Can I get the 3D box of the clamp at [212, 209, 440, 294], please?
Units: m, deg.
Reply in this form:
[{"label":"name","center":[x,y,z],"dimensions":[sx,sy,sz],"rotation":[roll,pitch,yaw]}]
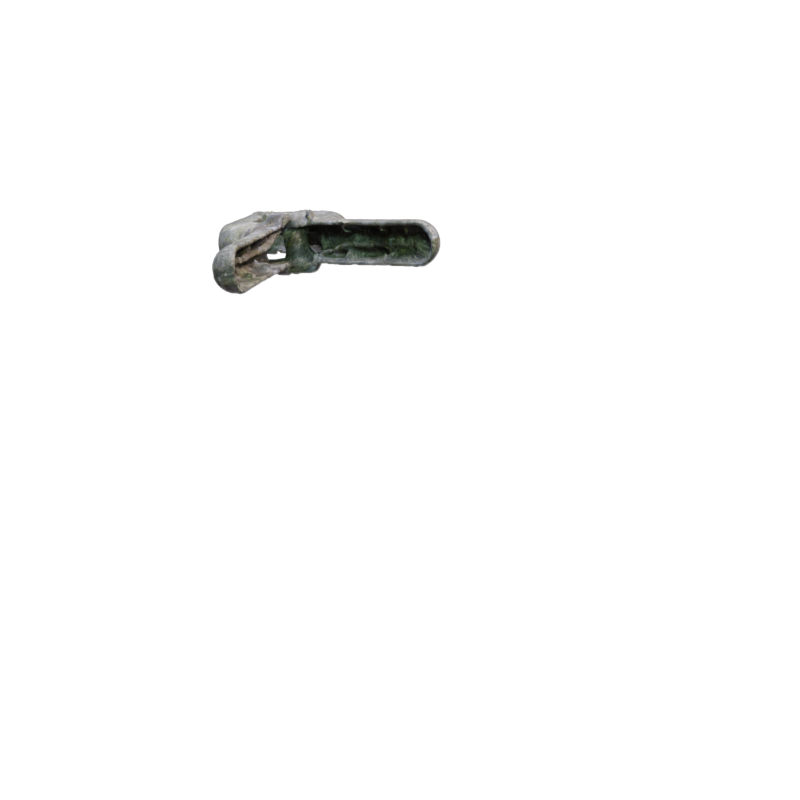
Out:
[{"label":"clamp","center":[-0.050,-0.091,0.636],"dimensions":[0.119,0.038,0.178],"rotation":[-3,16,-9]}]
